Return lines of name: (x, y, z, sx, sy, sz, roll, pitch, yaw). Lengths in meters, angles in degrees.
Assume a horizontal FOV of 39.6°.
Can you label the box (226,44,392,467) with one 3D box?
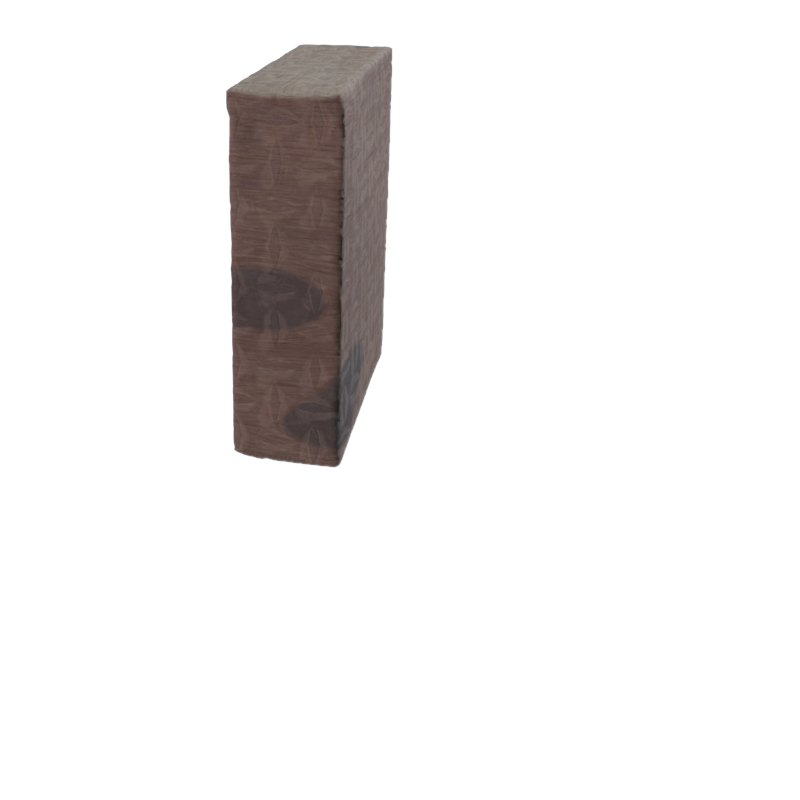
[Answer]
box: (-0.052, -0.095, 0.665, 0.073, 0.204, 0.169, 4, 22, 7)
